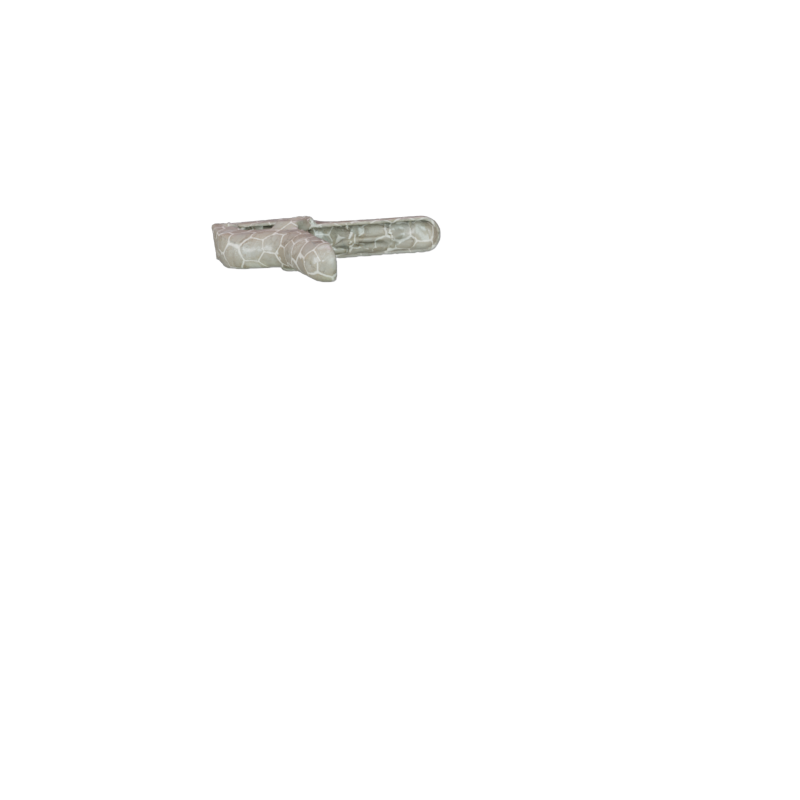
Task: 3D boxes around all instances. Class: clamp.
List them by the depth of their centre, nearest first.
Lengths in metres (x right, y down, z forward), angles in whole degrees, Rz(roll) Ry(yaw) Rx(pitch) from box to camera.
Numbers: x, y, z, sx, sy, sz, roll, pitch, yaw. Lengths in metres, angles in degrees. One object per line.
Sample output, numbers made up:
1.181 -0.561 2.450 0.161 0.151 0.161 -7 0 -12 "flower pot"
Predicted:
-0.060 -0.110 0.772 0.117 0.038 0.181 -12 19 -39 "clamp"
